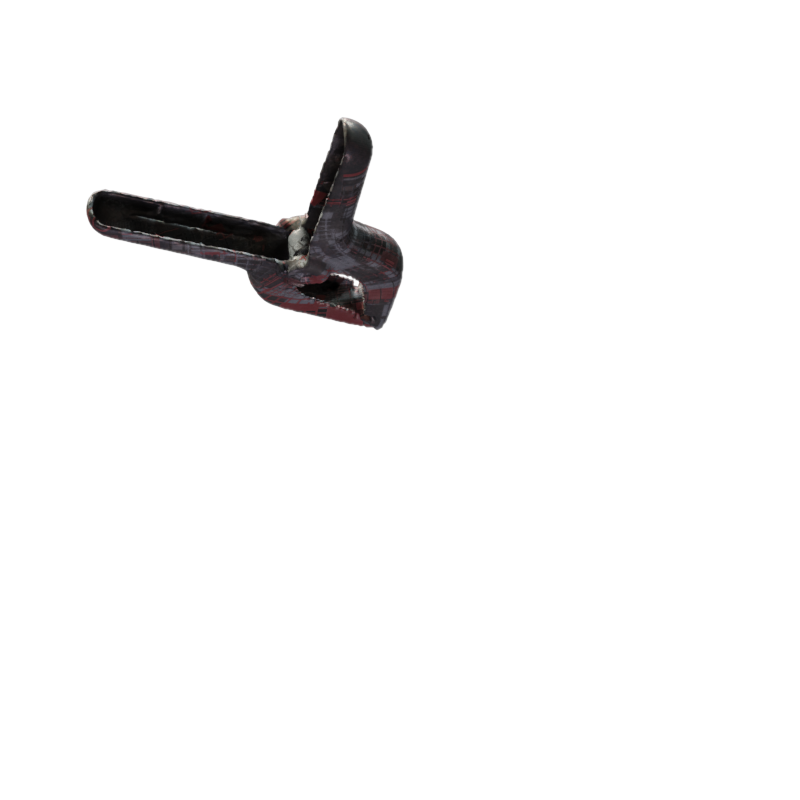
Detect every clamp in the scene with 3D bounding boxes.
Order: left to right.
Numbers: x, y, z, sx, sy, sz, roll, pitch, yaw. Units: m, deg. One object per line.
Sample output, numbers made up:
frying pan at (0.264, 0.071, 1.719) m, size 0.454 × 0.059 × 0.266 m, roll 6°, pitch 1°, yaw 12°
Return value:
clamp at (-0.049, -0.090, 0.632) m, size 0.167 × 0.038 × 0.196 m, roll -12°, pitch -24°, yaw 30°
